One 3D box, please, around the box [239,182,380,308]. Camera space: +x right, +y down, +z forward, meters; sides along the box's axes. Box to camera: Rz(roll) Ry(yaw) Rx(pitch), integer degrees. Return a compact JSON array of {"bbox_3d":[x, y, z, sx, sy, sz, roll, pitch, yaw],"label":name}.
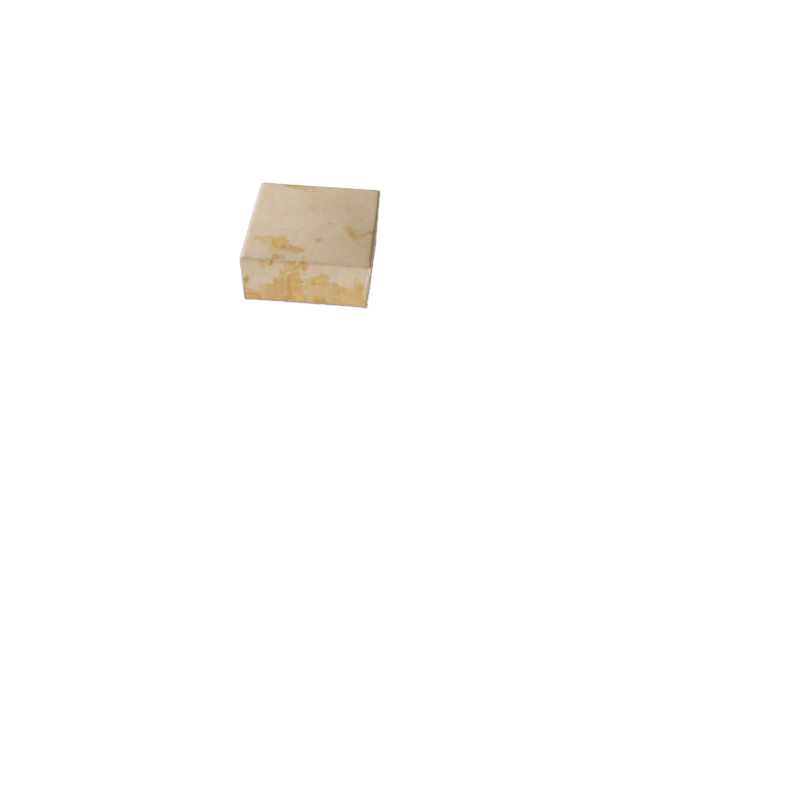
[{"bbox_3d":[-0.062,-0.113,0.791,0.090,0.036,0.121,2,38,2],"label":"box"}]
